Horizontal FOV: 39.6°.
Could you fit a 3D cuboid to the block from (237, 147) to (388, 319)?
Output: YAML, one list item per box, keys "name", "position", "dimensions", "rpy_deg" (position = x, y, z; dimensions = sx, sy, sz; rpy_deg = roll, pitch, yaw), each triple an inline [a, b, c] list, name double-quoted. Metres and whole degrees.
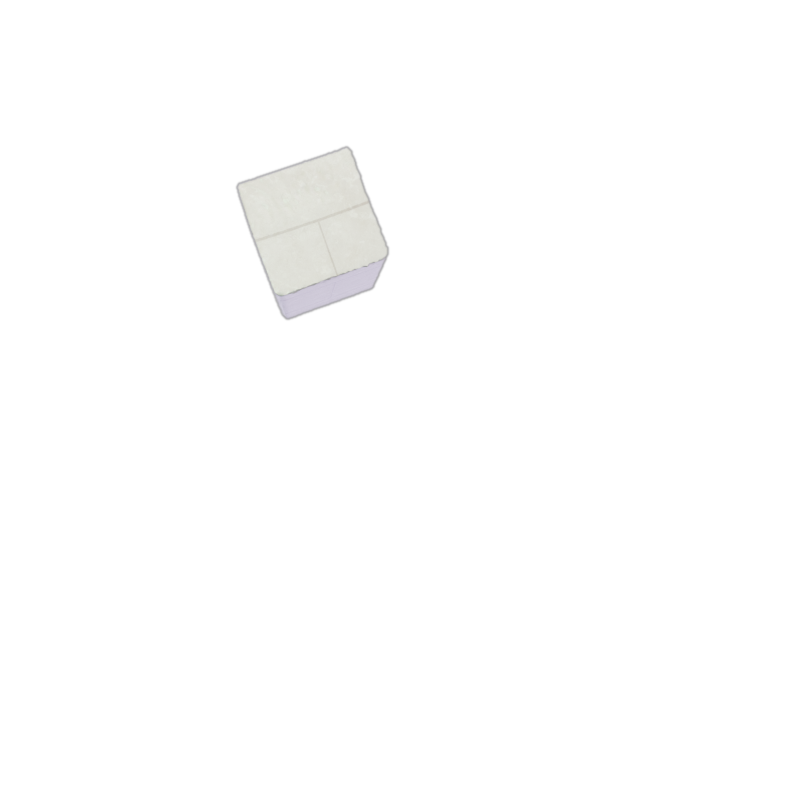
- name: "block"
  position: [-0.071, -0.129, 0.907]
  dimensions: [0.090, 0.091, 0.204]
  rpy_deg: [-20, -1, -4]
